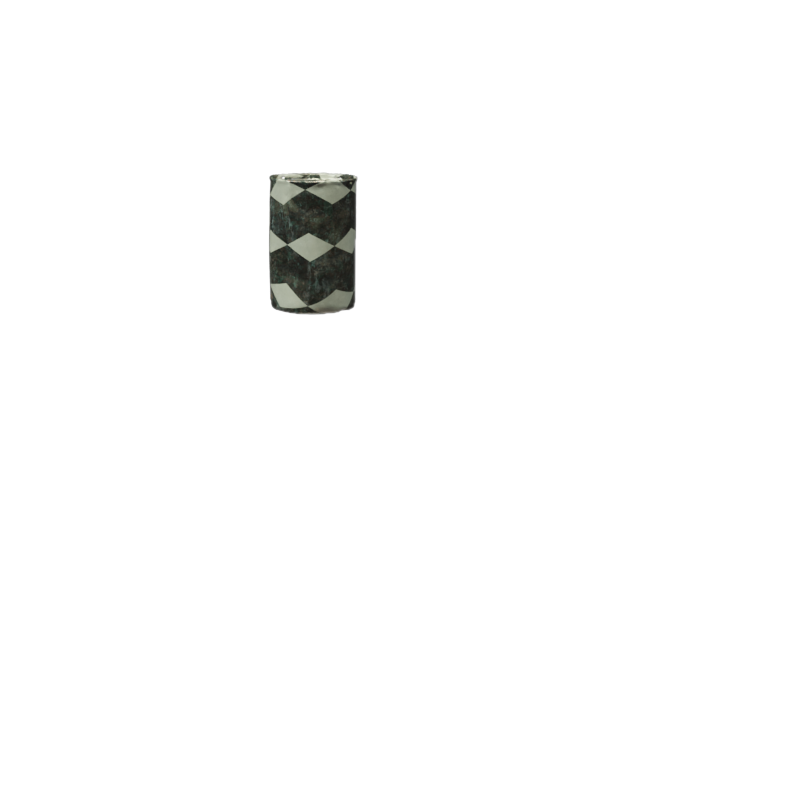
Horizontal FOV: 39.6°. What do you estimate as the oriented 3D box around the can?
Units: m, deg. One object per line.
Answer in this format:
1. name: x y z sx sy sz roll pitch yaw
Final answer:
1. can: -0.067 -0.122 0.858 0.068 0.100 0.070 0 11 -2
